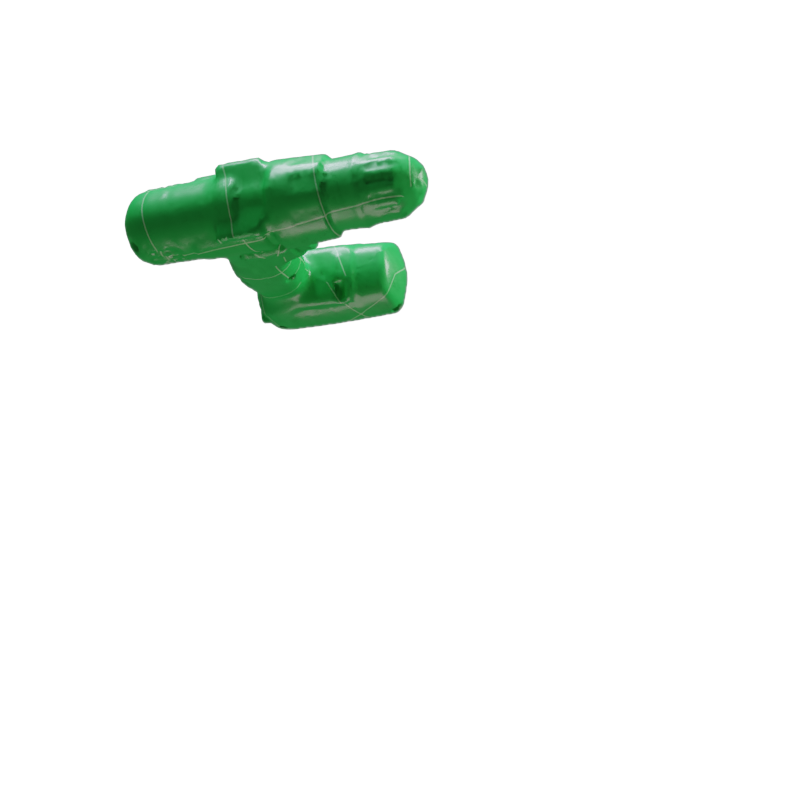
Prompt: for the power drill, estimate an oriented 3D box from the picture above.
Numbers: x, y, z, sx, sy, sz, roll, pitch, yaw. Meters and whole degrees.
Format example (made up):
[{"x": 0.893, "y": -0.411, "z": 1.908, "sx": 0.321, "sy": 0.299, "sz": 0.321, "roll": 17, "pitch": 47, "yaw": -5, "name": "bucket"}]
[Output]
[{"x": -0.055, "y": -0.101, "z": 0.706, "sx": 0.188, "sy": 0.060, "sz": 0.177, "roll": -5, "pitch": -15, "yaw": 17, "name": "power drill"}]
